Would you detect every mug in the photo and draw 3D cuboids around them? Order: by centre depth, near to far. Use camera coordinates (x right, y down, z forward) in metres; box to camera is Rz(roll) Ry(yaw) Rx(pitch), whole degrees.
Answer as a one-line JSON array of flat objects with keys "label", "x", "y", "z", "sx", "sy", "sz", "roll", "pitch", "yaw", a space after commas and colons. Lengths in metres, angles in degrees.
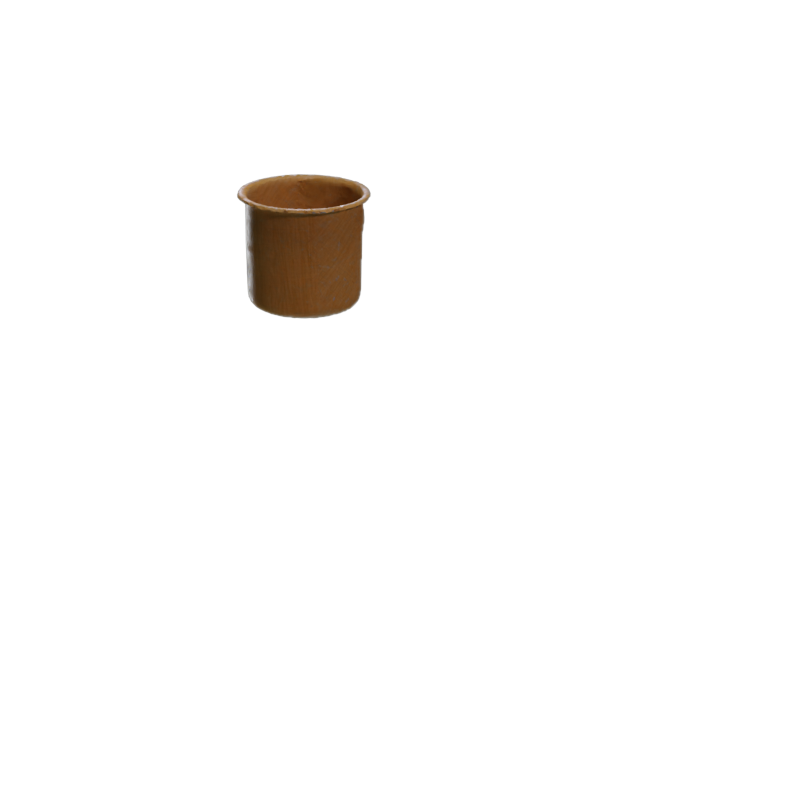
[{"label": "mug", "x": -0.062, "y": -0.113, "z": 0.793, "sx": 0.097, "sy": 0.078, "sz": 0.117, "roll": 13, "pitch": 27, "yaw": 27}]
